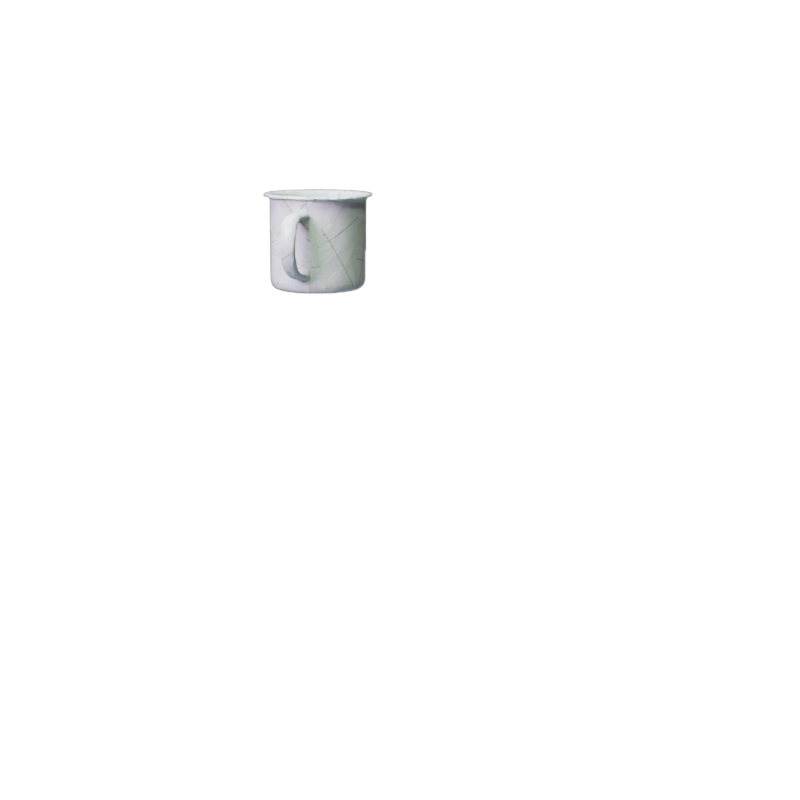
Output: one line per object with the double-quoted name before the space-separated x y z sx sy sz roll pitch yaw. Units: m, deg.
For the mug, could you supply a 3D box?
"mug" -0.073 -0.133 0.935 0.095 0.080 0.117 3 13 16
